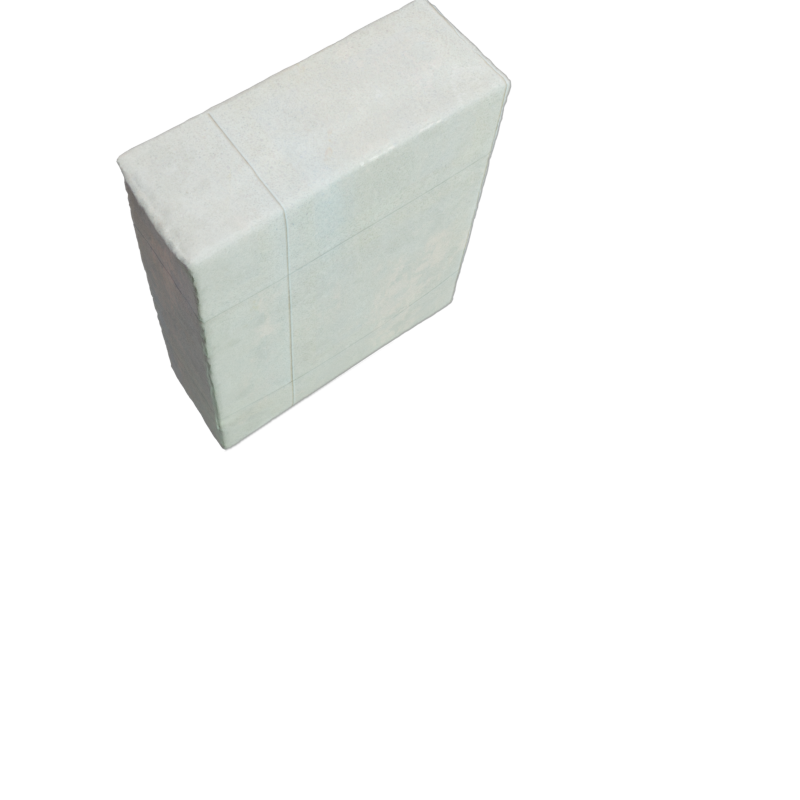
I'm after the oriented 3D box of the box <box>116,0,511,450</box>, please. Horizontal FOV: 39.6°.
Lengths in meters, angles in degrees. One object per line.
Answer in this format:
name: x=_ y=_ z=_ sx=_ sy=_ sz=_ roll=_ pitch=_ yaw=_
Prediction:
box: x=-0.043 y=-0.079 z=0.554 sx=0.164 sy=0.076 sz=0.202 roll=-33 pitch=-18 yaw=-17
